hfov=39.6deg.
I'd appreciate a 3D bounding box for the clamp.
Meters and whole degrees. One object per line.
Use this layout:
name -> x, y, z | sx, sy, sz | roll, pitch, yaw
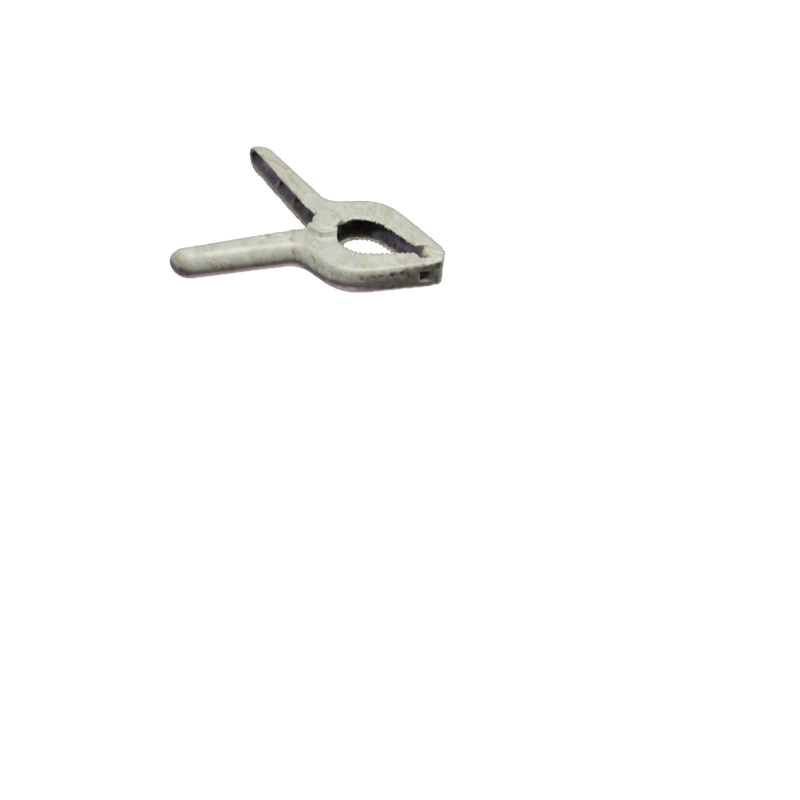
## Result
clamp -> -0.070, -0.128, 0.896 | 0.218, 0.034, 0.170 | 21, 50, 19
